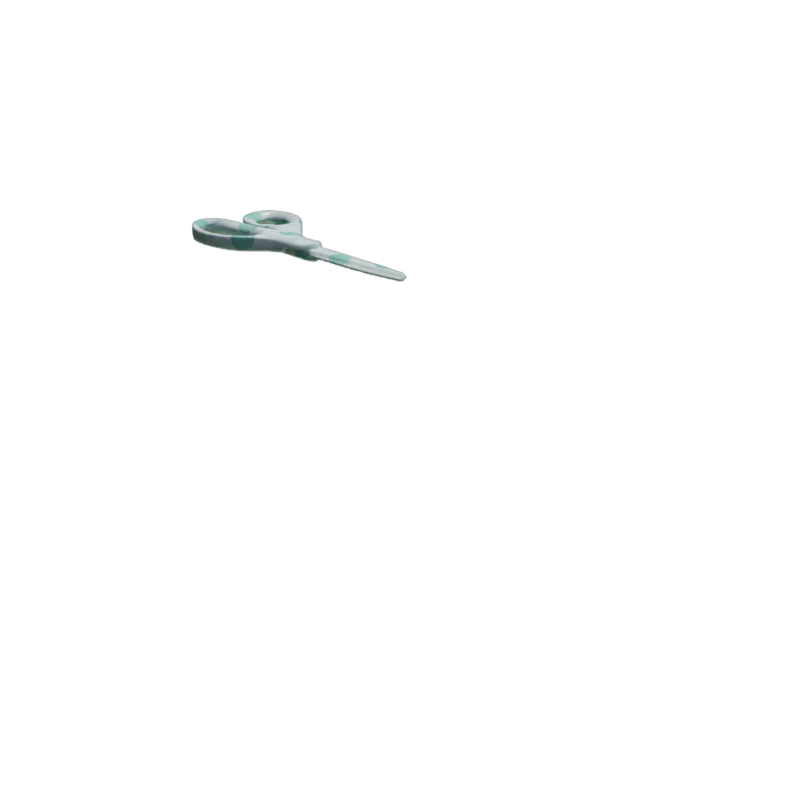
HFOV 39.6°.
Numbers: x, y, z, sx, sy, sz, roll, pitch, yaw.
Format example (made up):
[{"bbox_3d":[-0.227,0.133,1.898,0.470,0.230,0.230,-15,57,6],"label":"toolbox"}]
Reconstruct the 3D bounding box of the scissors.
[{"bbox_3d":[-0.066,-0.121,0.848,0.211,0.015,0.096,13,27,27],"label":"scissors"}]
